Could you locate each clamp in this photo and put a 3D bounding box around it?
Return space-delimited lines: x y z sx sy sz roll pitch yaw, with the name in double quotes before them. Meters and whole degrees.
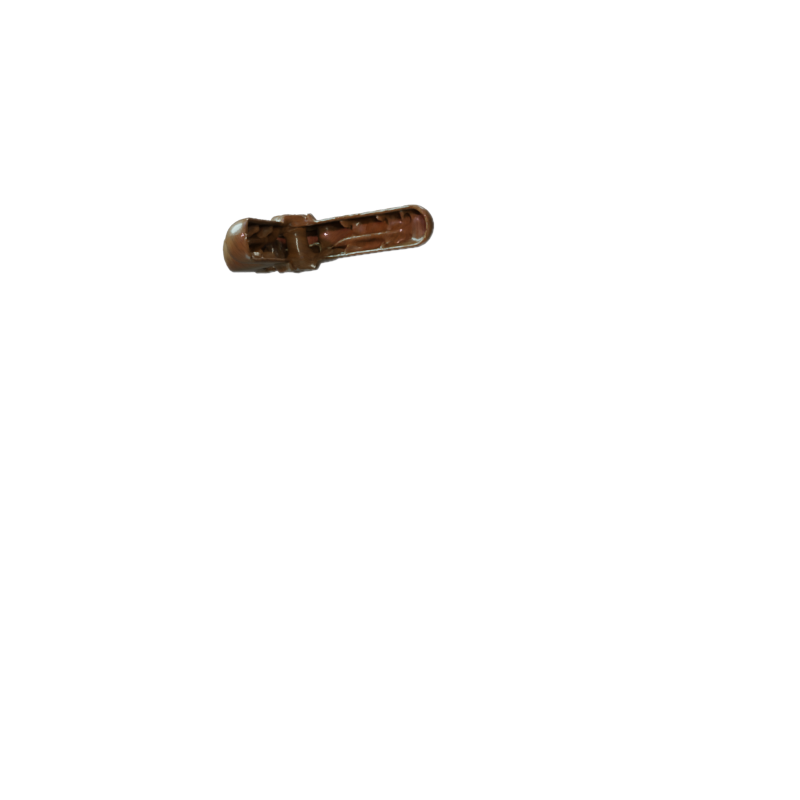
"clamp" -0.053 -0.097 0.682 0.118 0.039 0.175 -1 6 -12
